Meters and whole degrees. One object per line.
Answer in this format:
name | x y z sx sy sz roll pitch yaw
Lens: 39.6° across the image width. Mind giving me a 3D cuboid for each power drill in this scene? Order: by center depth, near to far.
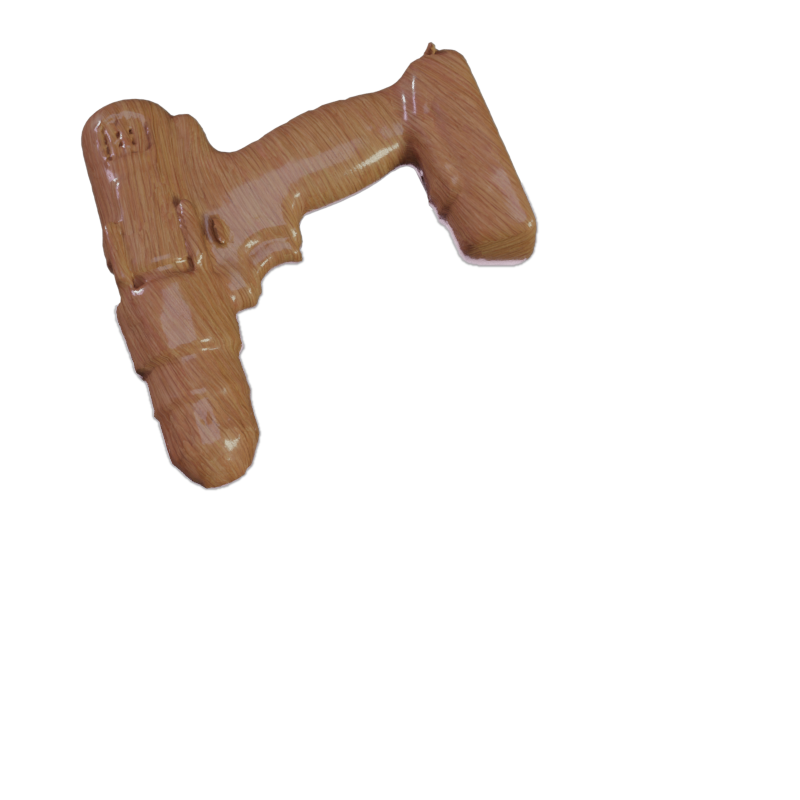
power drill | -0.039 -0.071 0.500 0.187 0.193 0.055 -18 -17 -6
